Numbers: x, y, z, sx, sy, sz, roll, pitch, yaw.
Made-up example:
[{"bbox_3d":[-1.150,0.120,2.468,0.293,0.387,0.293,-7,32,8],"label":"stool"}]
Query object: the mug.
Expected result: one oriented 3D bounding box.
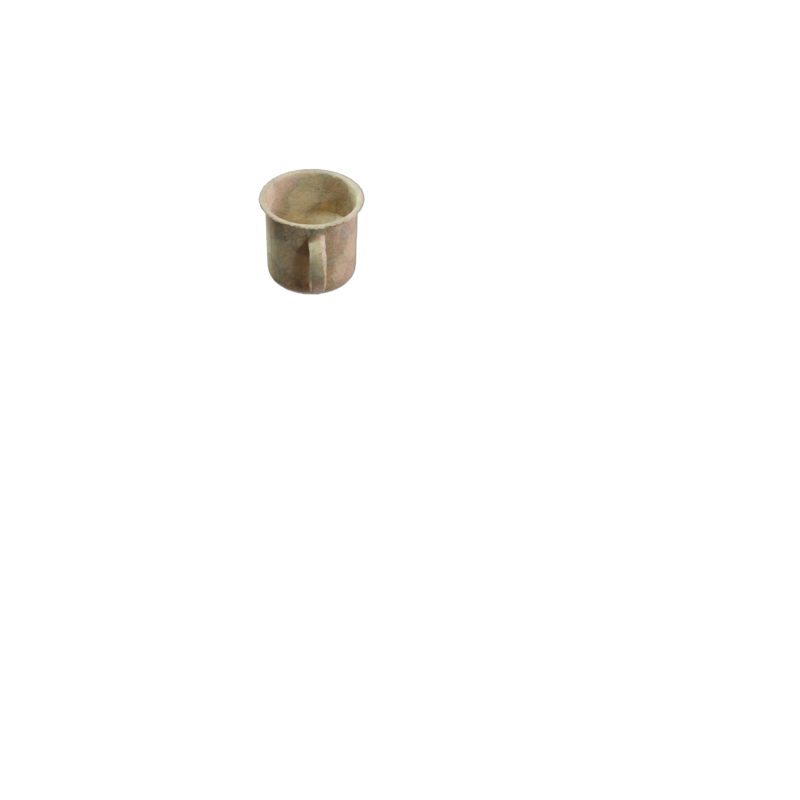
[{"bbox_3d":[-0.077,-0.141,0.988,0.092,0.076,0.126,-5,41,-8],"label":"mug"}]
